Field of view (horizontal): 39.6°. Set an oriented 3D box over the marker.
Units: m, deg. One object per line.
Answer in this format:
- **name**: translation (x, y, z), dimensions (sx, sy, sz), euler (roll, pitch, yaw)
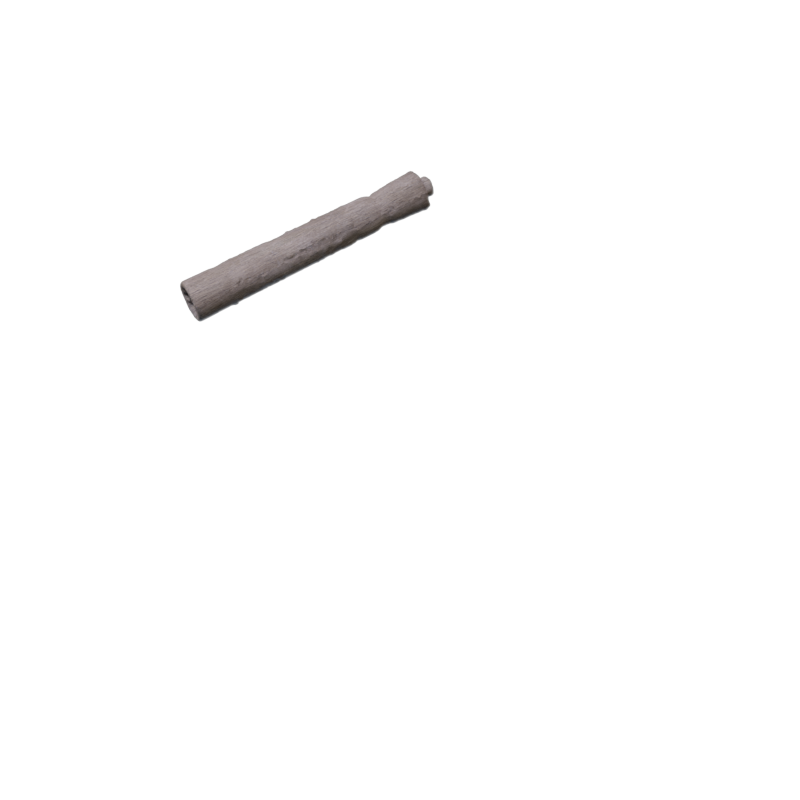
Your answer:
- **marker**: translation (-0.038, -0.069, 0.483), dimensions (0.121, 0.019, 0.020), euler (-29, 13, -16)
